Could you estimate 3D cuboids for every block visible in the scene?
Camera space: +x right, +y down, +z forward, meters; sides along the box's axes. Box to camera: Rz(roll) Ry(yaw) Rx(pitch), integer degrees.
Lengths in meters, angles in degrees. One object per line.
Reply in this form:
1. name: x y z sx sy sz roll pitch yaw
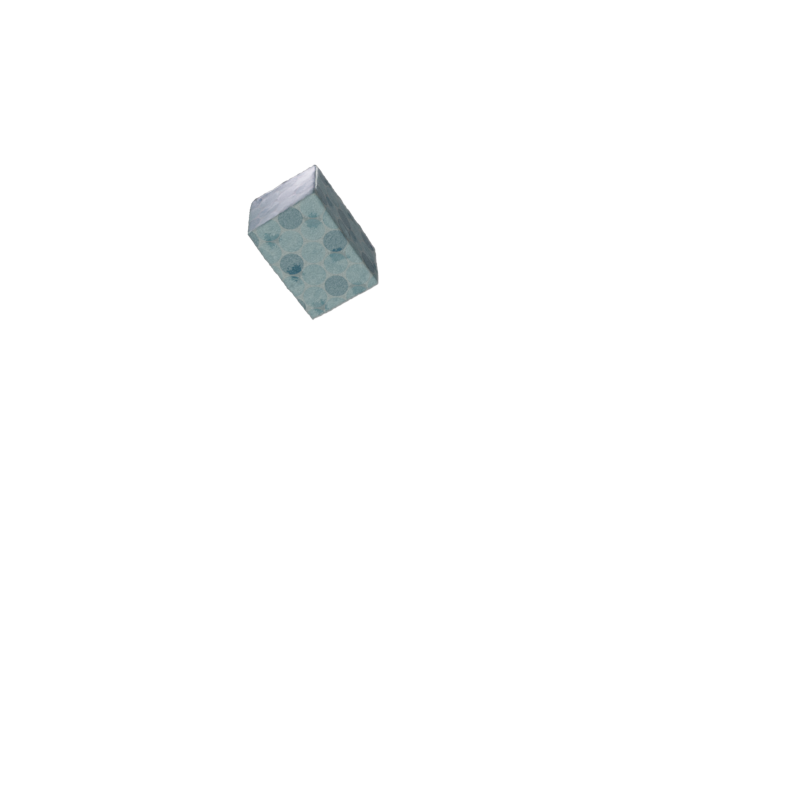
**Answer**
1. block: -0.056 -0.103 0.720 0.053 0.073 0.054 -29 27 14
